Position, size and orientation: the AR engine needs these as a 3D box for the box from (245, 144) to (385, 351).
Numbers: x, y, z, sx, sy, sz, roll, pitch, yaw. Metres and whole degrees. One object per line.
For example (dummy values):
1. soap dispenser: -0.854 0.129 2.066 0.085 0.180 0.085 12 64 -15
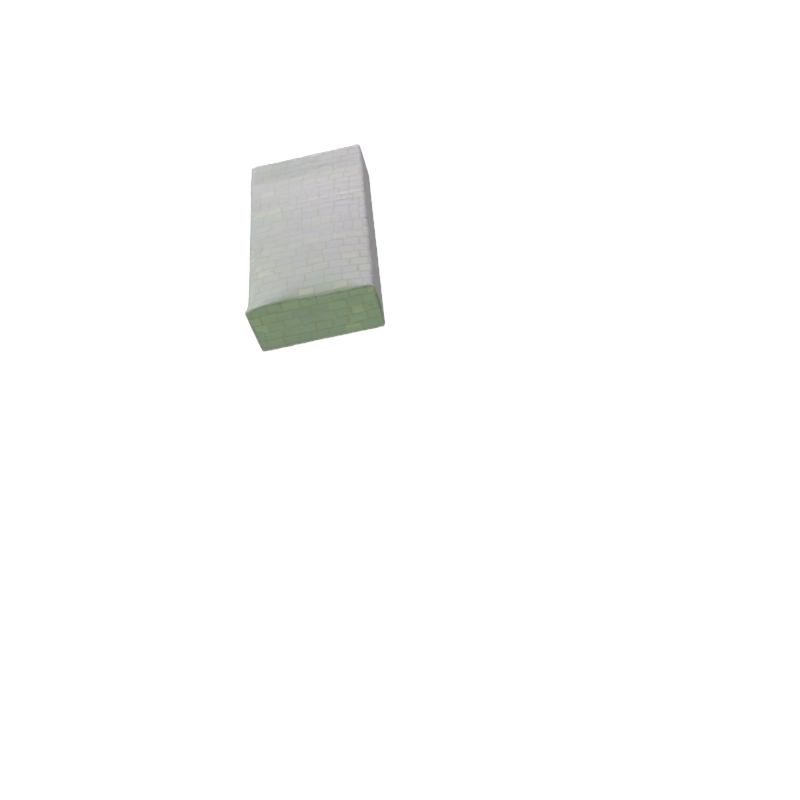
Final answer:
1. box: -0.065 -0.119 0.834 0.094 0.044 0.189 -12 41 7
